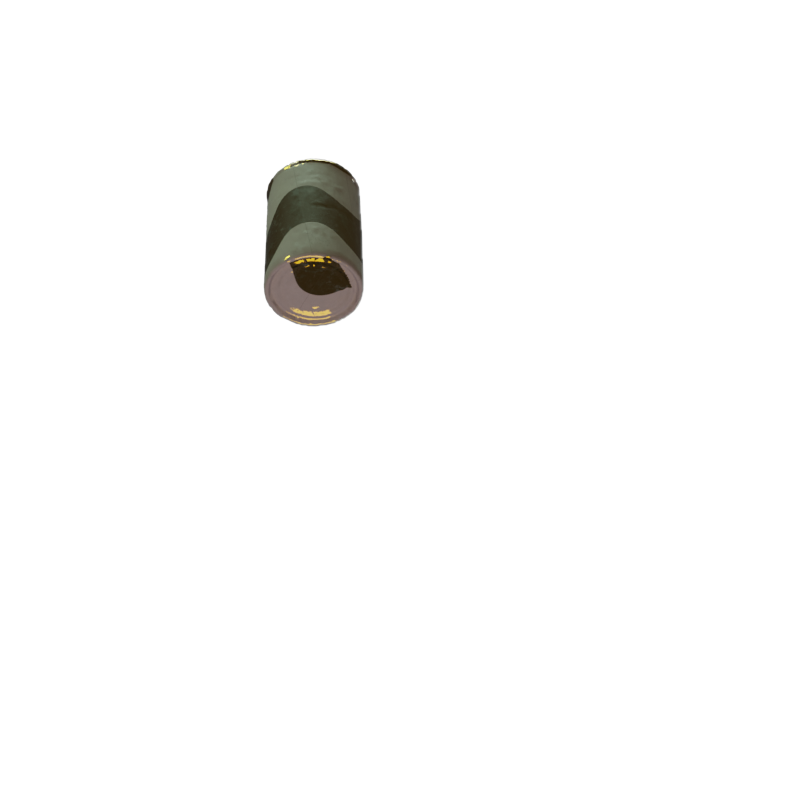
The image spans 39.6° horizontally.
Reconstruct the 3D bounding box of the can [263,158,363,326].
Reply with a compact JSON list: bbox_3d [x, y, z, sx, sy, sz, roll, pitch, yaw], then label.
[{"bbox_3d":[-0.060,-0.109,0.766,0.068,0.110,0.064,-1,-45,-3],"label":"can"}]
